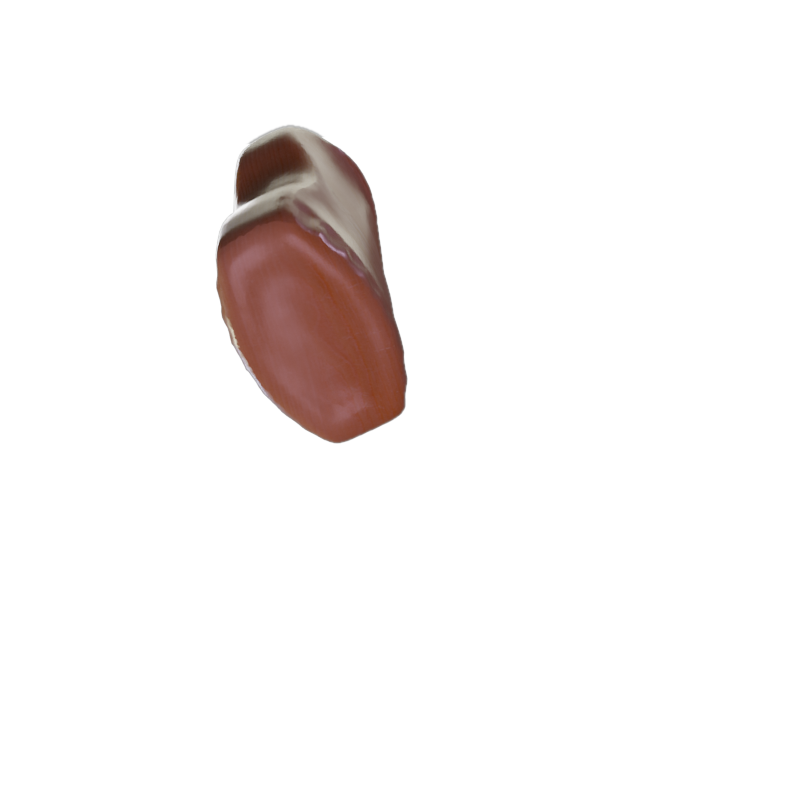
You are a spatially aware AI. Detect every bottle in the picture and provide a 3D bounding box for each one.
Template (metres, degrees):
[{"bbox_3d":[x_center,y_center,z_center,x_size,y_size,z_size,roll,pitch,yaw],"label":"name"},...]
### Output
[{"bbox_3d":[-0.039,-0.070,0.491,0.058,0.091,0.203,-28,26,11],"label":"bottle"}]
